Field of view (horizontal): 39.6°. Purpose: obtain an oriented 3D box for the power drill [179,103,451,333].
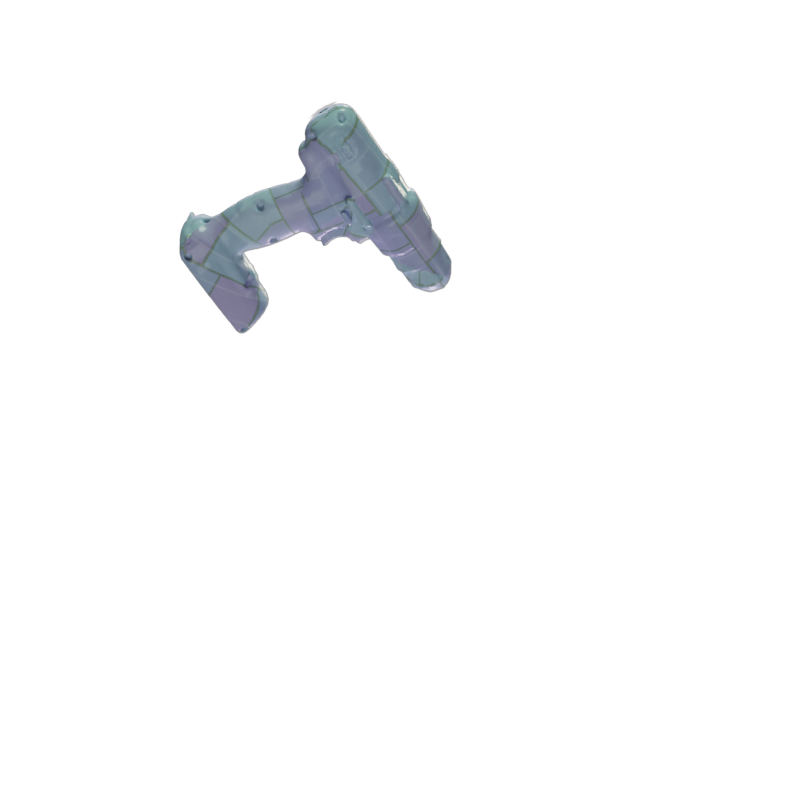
[{"bbox_3d":[-0.071,-0.130,0.911,0.187,0.174,0.061,-28,25,14],"label":"power drill"}]
